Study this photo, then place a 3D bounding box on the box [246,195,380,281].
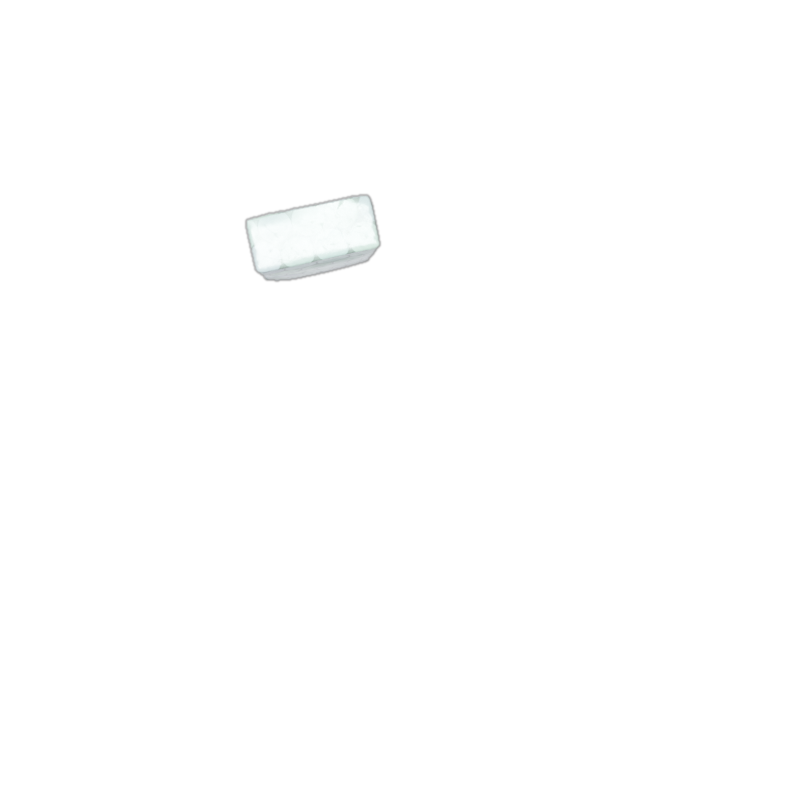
[{"bbox_3d":[-0.068,-0.125,0.870,0.093,0.048,0.175,-12,2,-3],"label":"box"}]
